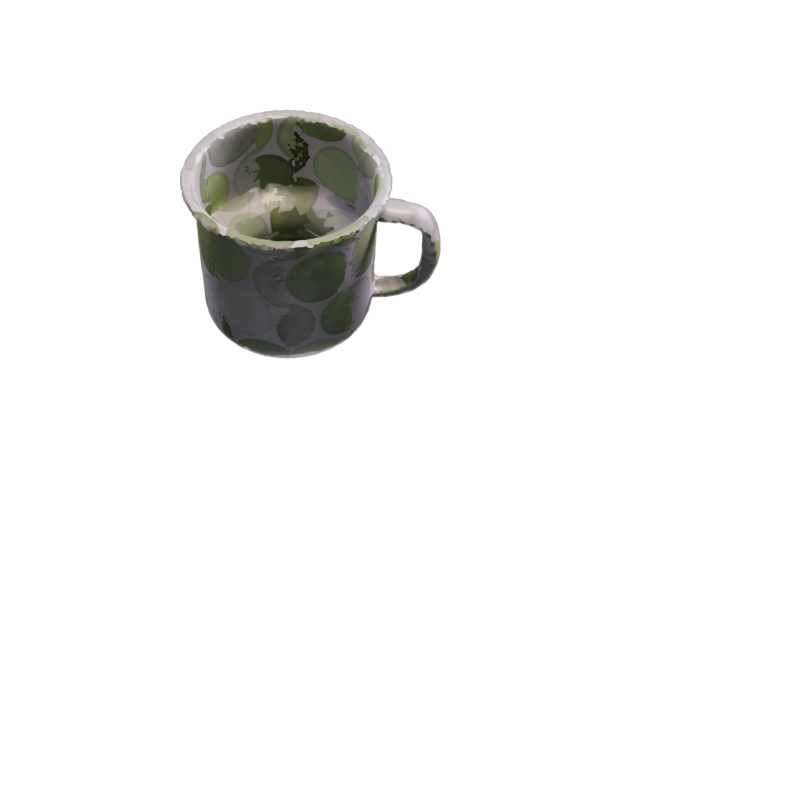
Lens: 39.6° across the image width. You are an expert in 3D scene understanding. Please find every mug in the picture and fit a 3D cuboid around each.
[{"bbox_3d":[-0.040,-0.073,0.513,0.118,0.100,0.076,4,-42,2],"label":"mug"}]
